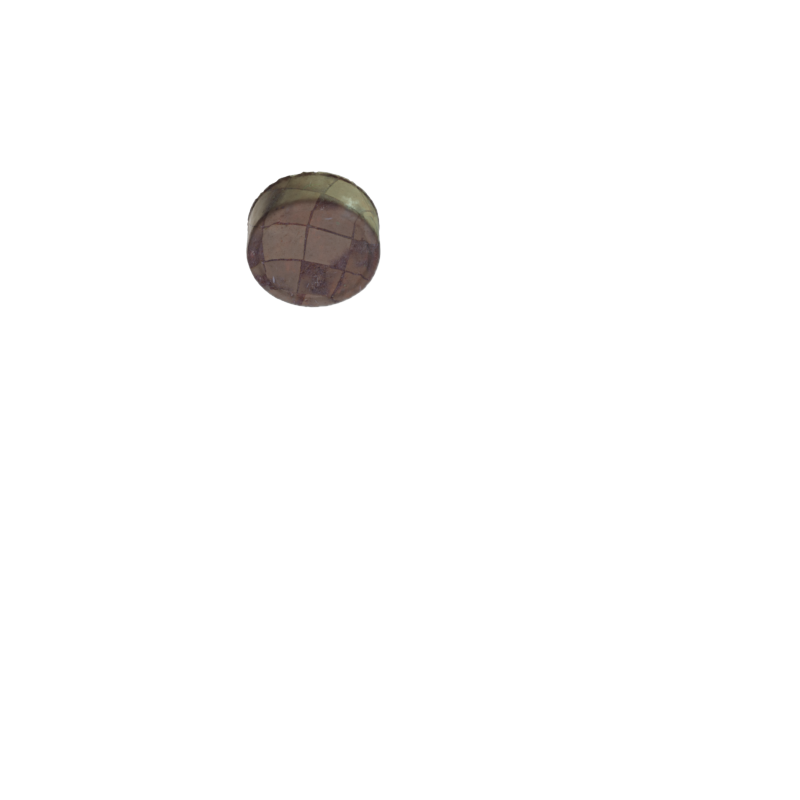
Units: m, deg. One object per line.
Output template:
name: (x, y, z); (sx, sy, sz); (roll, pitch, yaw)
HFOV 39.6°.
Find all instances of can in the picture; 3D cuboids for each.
can: (-0.055, -0.101, 0.705); (0.086, 0.080, 0.036); (1, 40, -1)
